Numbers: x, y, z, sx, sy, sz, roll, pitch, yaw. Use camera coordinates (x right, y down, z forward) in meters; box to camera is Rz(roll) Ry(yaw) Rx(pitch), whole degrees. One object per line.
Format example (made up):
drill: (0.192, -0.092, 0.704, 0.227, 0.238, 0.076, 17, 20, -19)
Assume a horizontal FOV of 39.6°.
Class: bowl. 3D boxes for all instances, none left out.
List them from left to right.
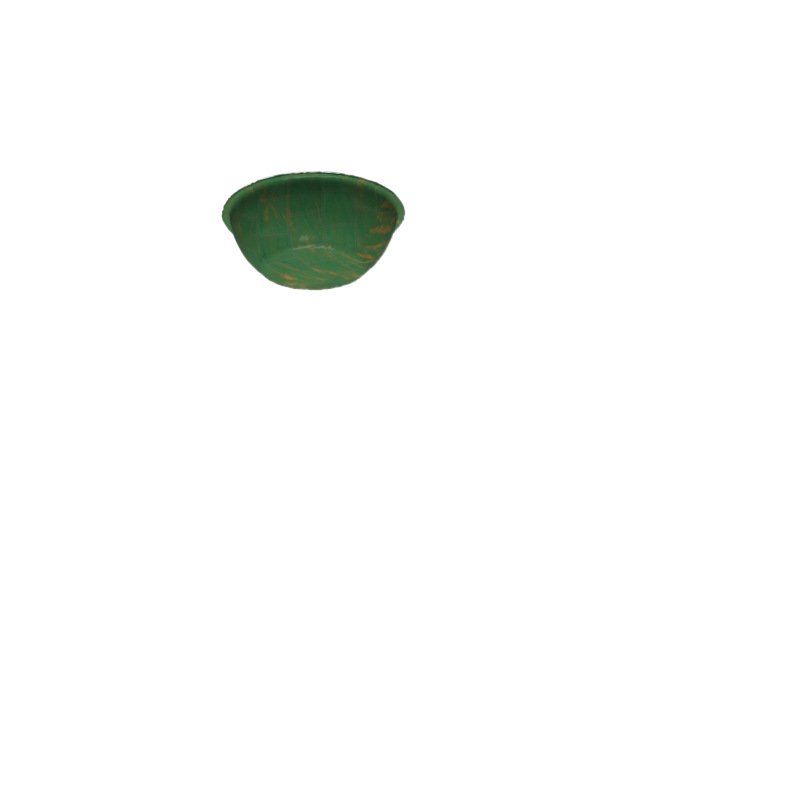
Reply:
bowl: (-0.076, -0.138, 0.969, 0.162, 0.058, 0.154, 0, -19, -2)
